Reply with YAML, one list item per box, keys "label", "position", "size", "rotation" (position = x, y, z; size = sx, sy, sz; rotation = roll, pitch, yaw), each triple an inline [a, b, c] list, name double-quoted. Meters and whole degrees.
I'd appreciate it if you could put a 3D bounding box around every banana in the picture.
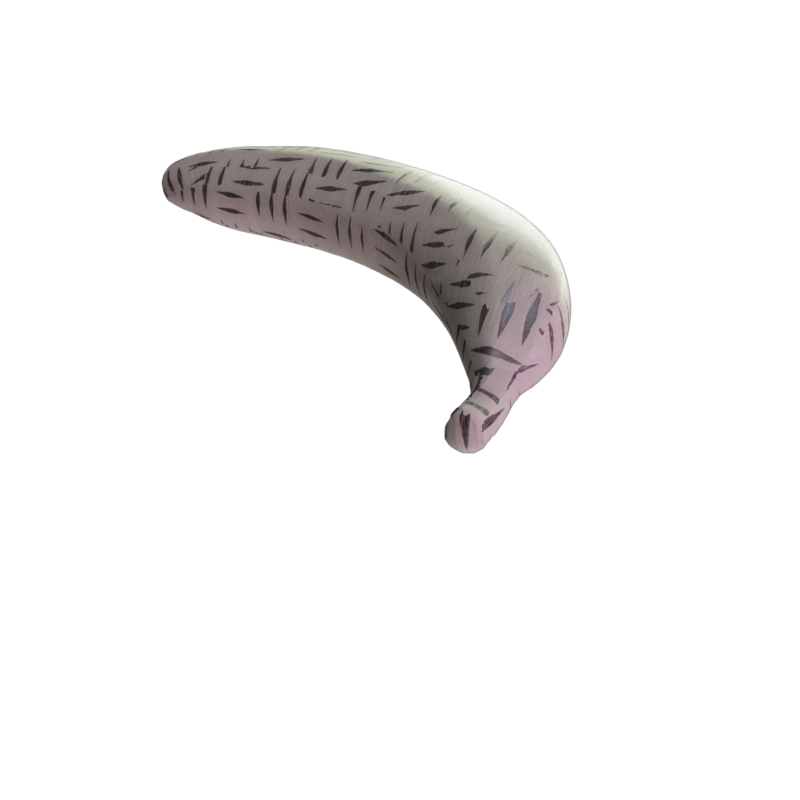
- label: "banana"
  position: [-0.009, -0.051, 0.345]
  size: [0.068, 0.035, 0.212]
  rotation: [-14, 31, -27]
